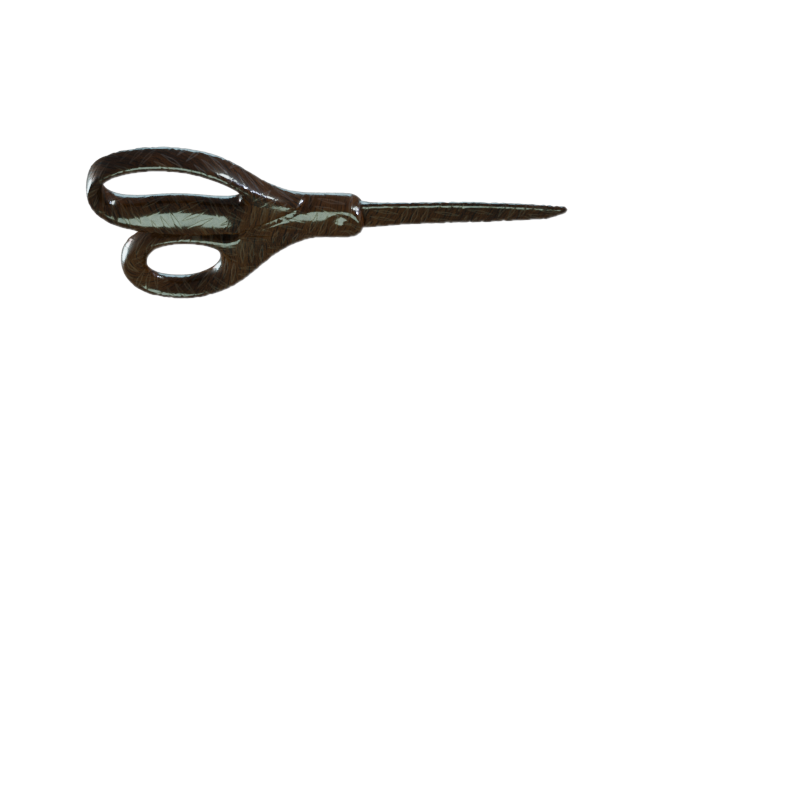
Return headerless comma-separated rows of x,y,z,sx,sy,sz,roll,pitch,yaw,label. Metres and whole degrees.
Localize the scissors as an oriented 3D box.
-0.038,-0.070,0.490,0.198,0.017,0.091,8,-36,-12,scissors
